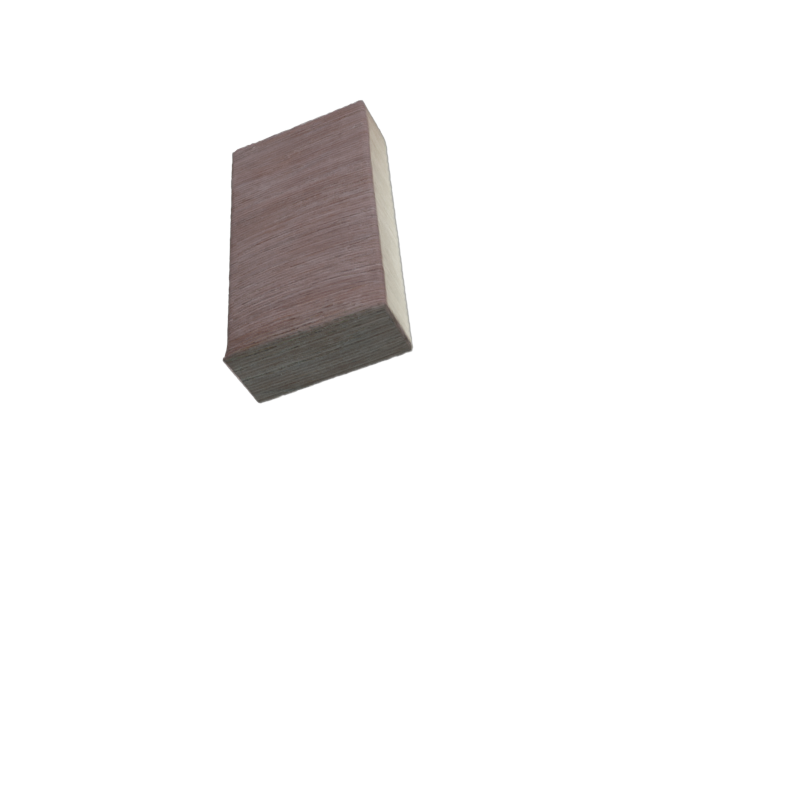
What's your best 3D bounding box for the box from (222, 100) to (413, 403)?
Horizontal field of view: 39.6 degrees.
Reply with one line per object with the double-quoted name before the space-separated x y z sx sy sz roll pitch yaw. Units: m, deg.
"box" -0.049 -0.089 0.627 0.094 0.189 0.044 -19 -47 15
